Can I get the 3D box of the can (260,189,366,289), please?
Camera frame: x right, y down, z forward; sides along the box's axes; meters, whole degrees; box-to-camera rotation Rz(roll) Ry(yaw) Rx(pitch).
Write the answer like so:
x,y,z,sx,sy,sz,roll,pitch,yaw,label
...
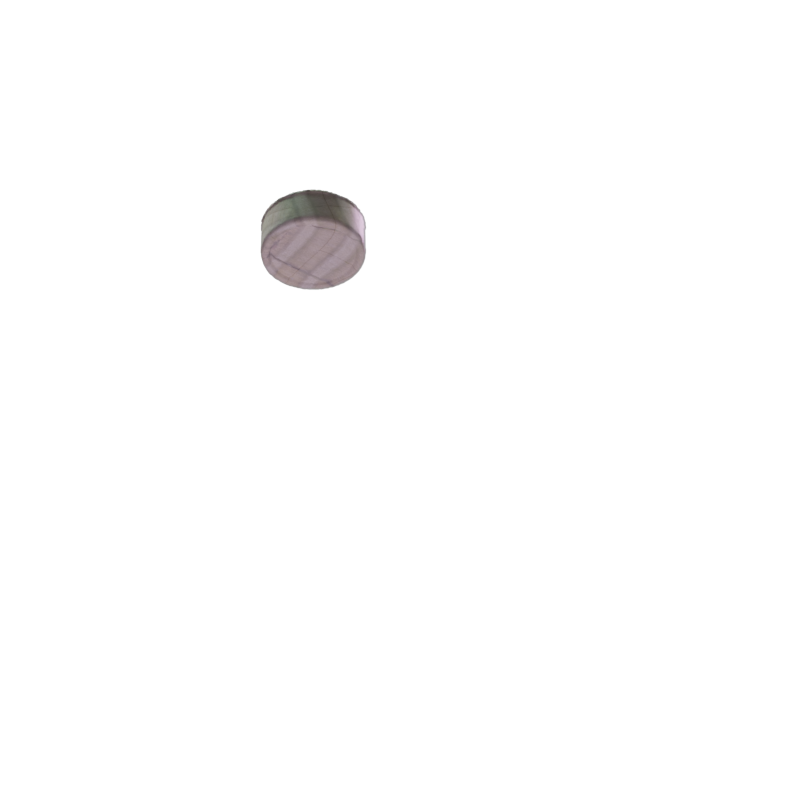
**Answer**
x,y,z,sx,sy,sz,roll,pitch,yaw,label
-0.070,-0.128,0.894,0.086,0.036,0.080,1,-39,-2,can
